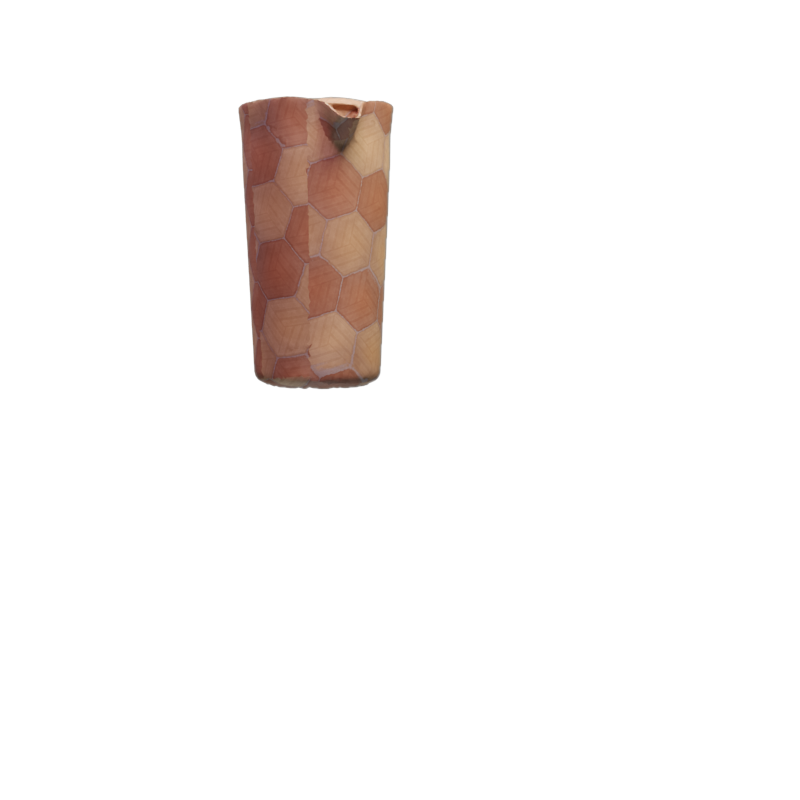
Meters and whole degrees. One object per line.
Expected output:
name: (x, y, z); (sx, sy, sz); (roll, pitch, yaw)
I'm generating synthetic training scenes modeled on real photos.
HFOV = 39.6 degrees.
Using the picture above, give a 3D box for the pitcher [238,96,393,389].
pitcher: (-0.075, -0.137, 0.958); (0.149, 0.244, 0.145); (0, 0, 22)
